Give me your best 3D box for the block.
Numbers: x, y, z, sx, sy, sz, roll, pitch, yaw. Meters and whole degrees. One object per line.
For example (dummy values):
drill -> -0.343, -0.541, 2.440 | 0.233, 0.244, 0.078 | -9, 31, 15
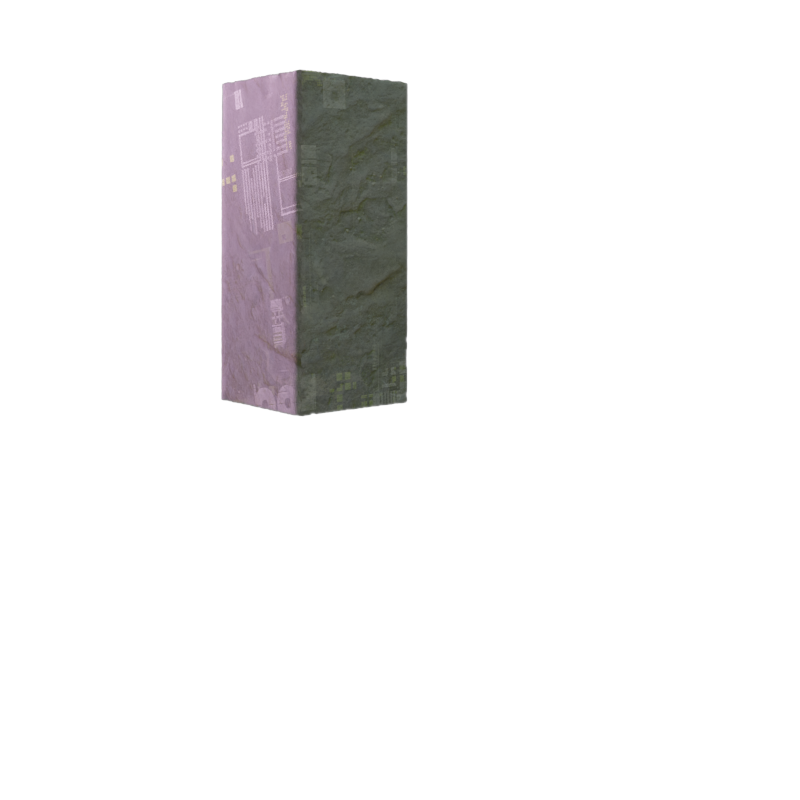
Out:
block -> -0.056, -0.103, 0.718 | 0.087, 0.206, 0.094 | -1, 2, -41
